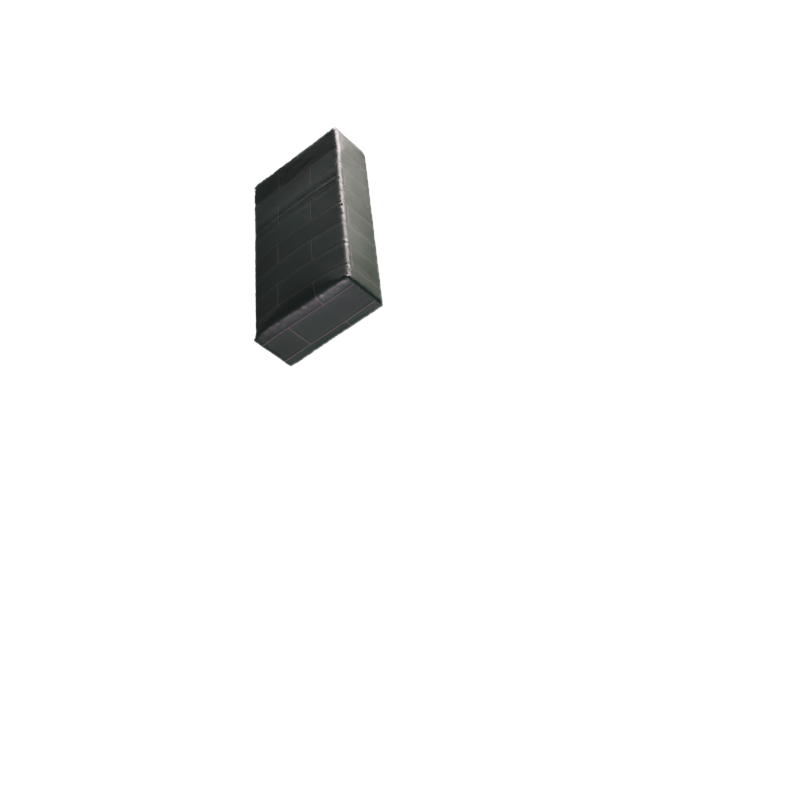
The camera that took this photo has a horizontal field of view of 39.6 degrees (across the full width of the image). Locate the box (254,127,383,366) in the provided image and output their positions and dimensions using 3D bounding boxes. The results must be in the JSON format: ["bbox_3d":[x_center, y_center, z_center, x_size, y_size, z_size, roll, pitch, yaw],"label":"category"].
[{"bbox_3d":[-0.066,-0.120,0.842,0.093,0.189,0.045,-32,-51,25],"label":"box"}]
